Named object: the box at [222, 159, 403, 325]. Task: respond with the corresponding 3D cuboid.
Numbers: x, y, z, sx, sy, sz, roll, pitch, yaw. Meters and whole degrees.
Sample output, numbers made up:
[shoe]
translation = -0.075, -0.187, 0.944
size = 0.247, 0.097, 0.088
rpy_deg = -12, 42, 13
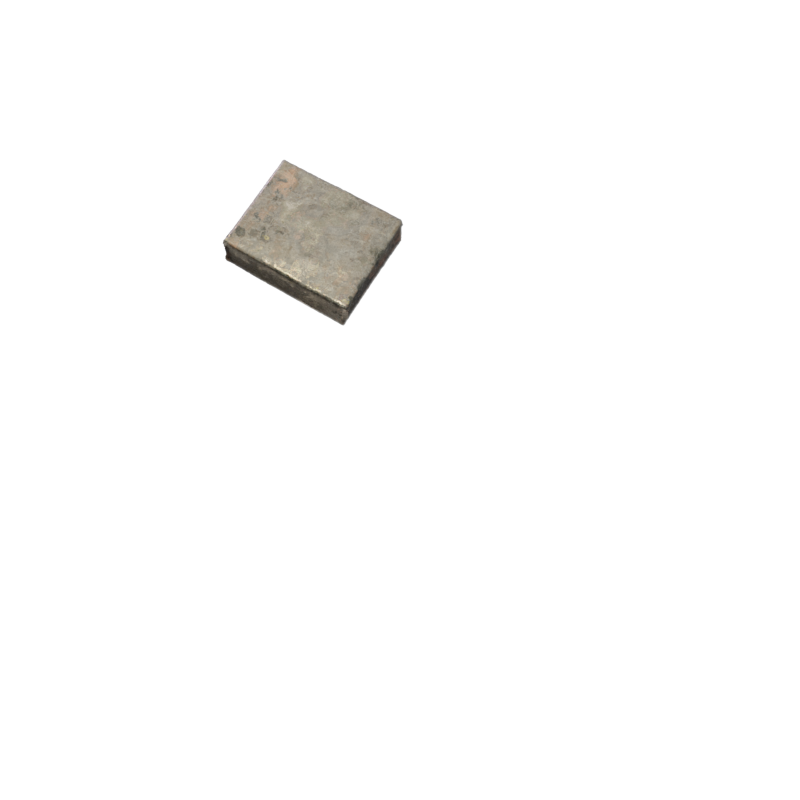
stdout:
[box]
translation = -0.068, -0.124, 0.869
size = 0.117, 0.092, 0.037
rpy_deg = 27, -26, 14
